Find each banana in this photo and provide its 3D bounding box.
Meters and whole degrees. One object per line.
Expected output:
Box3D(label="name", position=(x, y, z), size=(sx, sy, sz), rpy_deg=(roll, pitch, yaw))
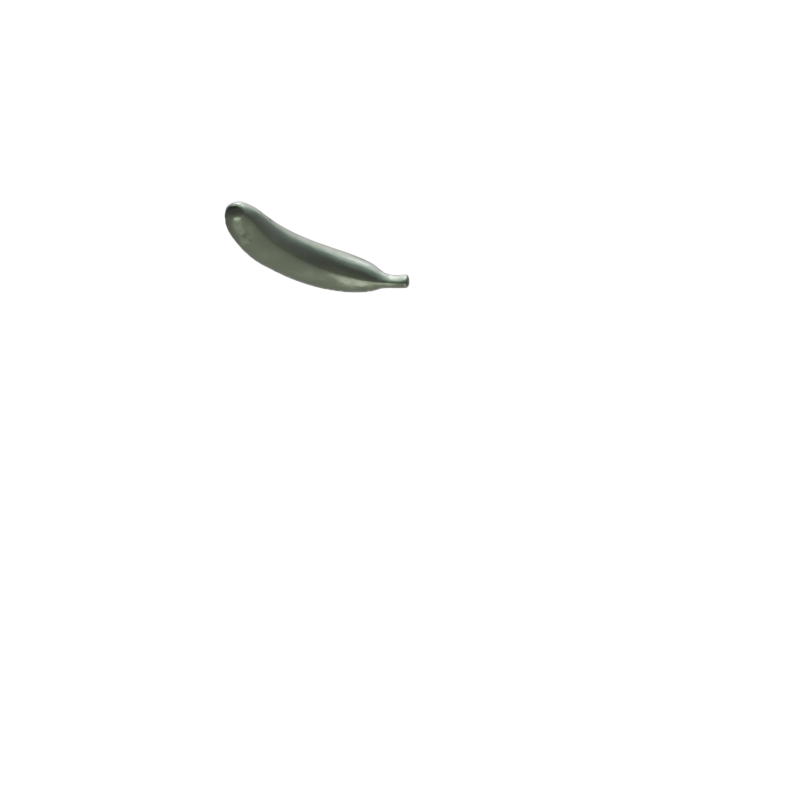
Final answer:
Box3D(label="banana", position=(-0.084, -0.129, 0.953), size=(0.187, 0.039, 0.070), rpy_deg=(16, -27, -38))
